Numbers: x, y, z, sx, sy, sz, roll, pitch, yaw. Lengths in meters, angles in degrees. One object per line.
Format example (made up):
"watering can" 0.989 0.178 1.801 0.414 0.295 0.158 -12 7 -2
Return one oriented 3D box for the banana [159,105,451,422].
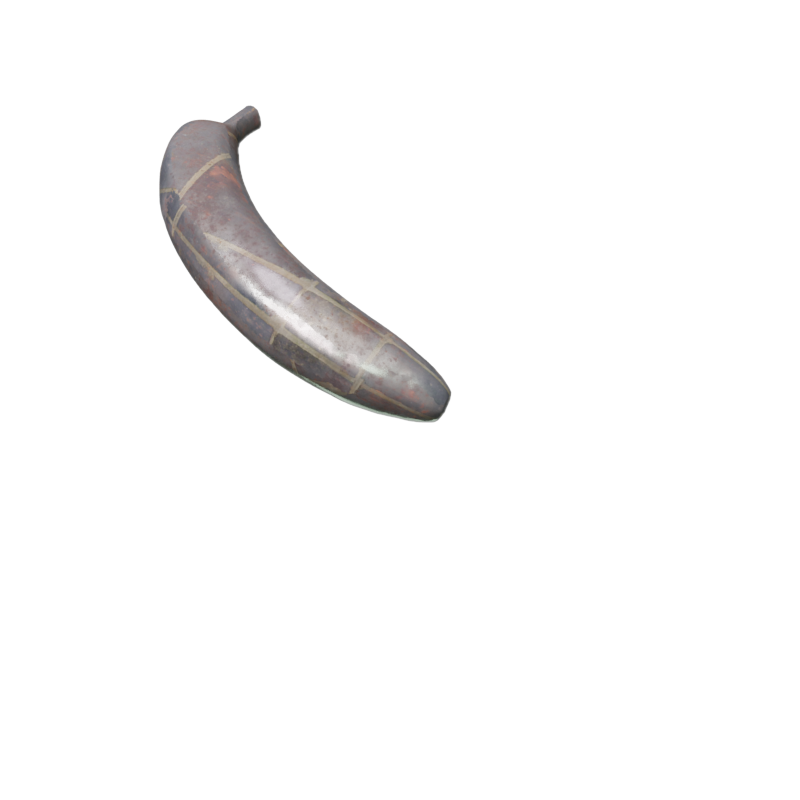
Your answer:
"banana" -0.054 -0.062 0.455 0.069 0.214 0.034 -20 -37 -16
